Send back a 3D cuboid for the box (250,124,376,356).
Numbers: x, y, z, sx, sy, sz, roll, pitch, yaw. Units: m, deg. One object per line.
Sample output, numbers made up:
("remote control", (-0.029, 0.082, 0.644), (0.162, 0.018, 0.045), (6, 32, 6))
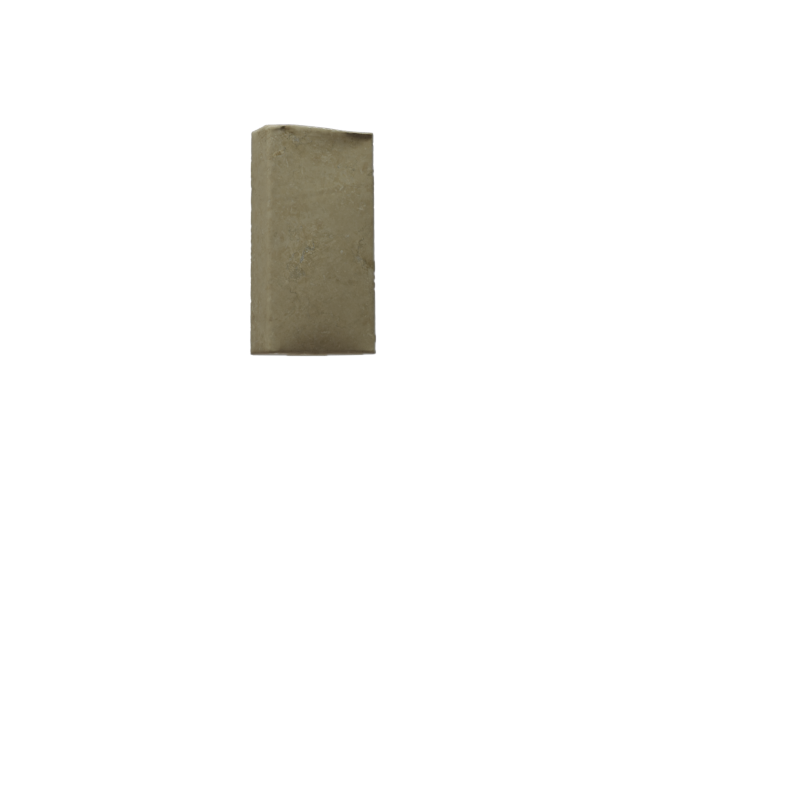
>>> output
("box", (-0.068, -0.123, 0.862), (0.090, 0.178, 0.049), (1, -4, -25))
